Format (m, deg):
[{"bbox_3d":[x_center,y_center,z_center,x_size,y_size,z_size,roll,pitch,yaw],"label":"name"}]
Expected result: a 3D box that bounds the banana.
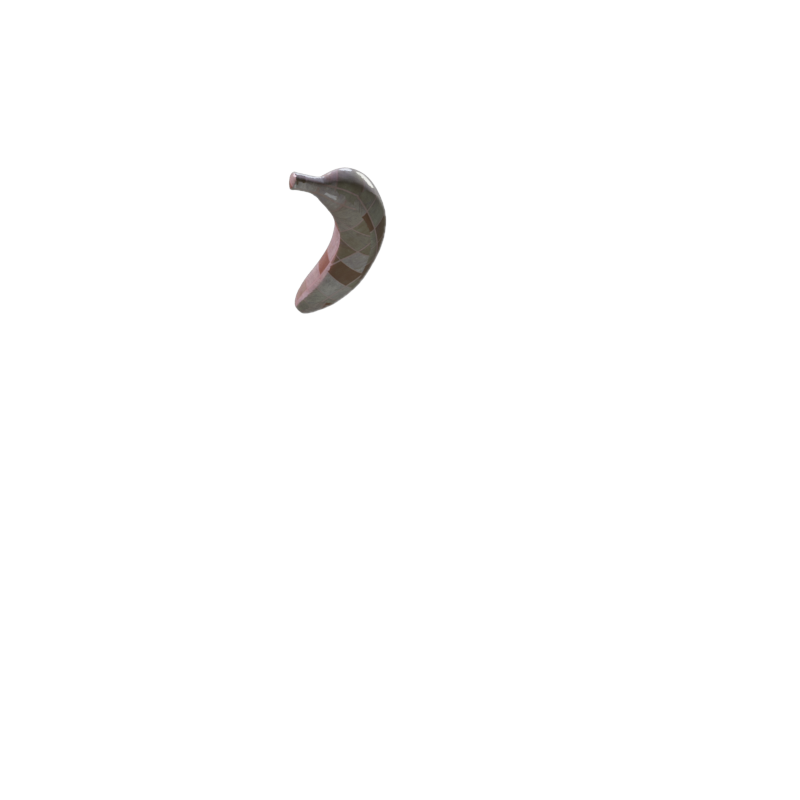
[{"bbox_3d":[-0.046,-0.120,0.826,0.069,0.039,0.186,1,-26,-3],"label":"banana"}]
